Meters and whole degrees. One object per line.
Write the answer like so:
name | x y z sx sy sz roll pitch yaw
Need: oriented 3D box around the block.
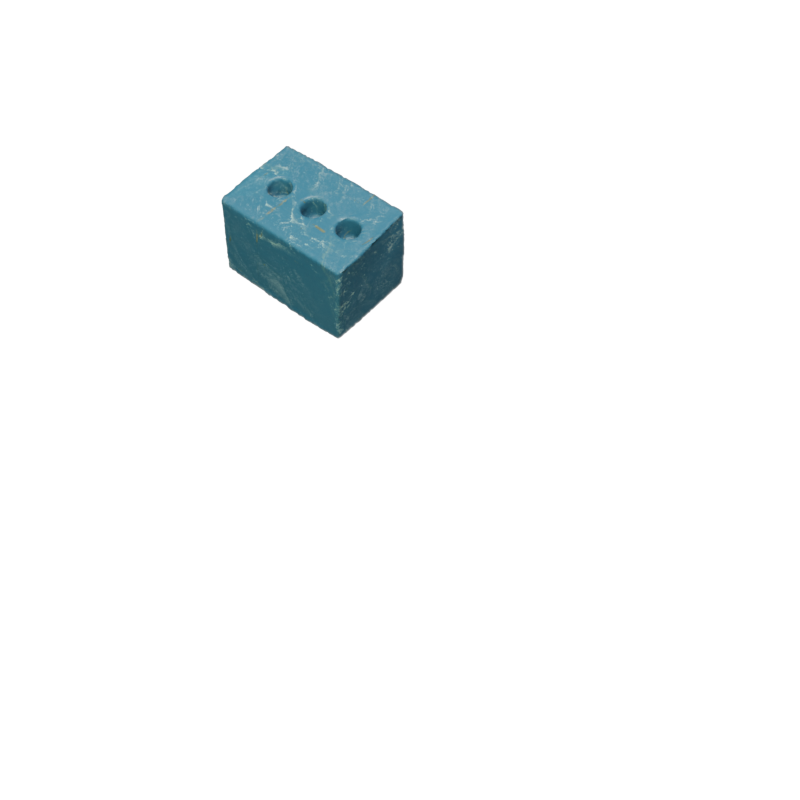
block | -0.044 -0.080 0.557 0.082 0.048 0.054 32 57 23
